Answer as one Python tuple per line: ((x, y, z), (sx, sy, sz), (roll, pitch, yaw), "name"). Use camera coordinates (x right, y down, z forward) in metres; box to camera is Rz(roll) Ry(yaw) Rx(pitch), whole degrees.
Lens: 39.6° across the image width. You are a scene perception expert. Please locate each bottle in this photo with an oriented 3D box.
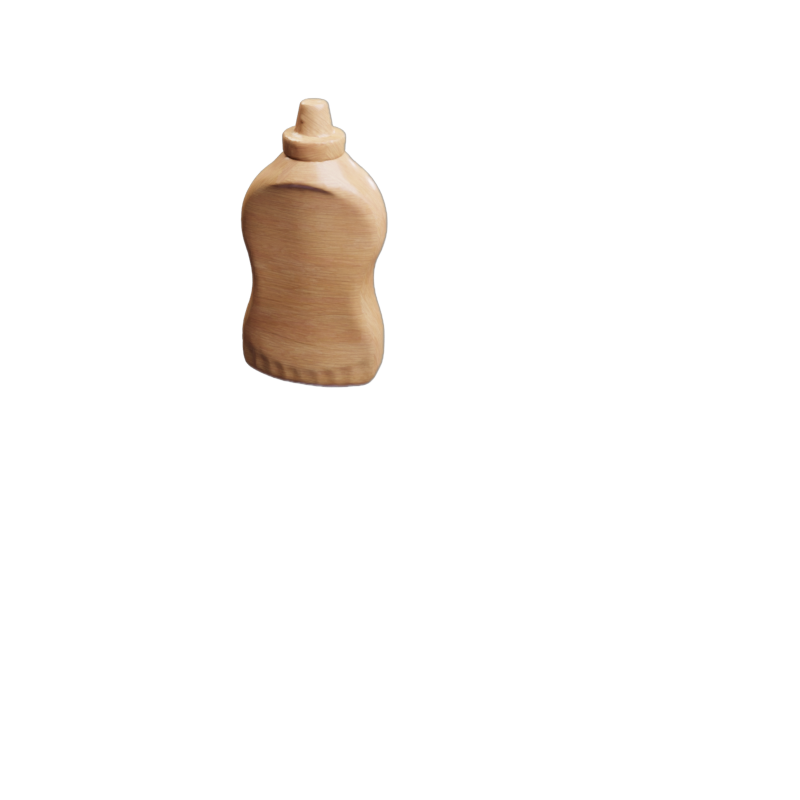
((-0.057, -0.105, 0.734), (0.099, 0.182, 0.060), (10, 27, 16), "bottle")
